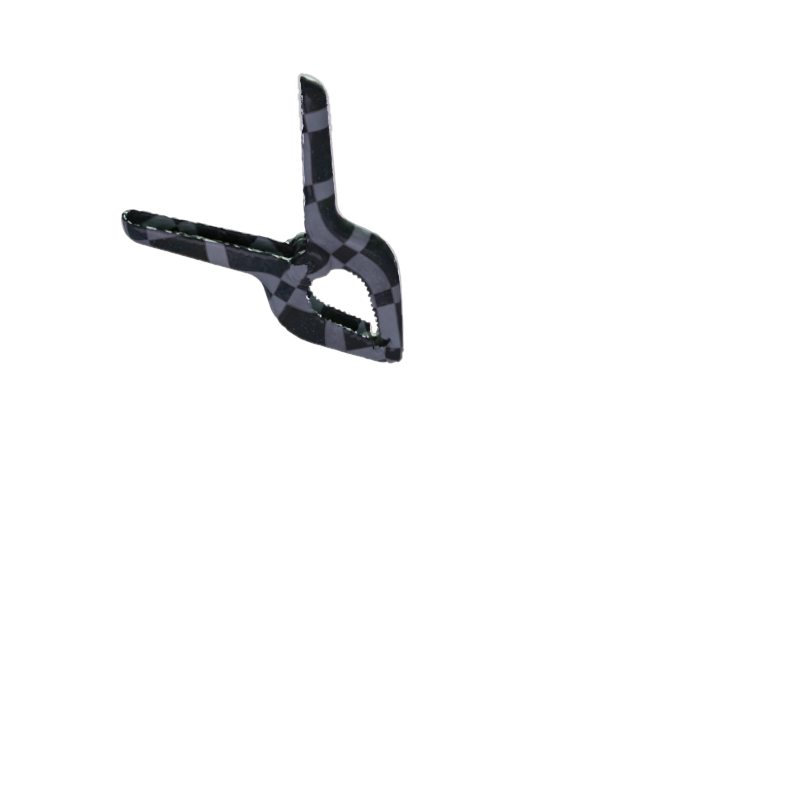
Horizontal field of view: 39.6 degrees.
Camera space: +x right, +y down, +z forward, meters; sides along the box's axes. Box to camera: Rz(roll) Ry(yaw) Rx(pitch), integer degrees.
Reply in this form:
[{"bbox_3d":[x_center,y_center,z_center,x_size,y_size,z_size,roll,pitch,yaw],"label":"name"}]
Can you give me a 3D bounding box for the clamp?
[{"bbox_3d":[-0.058,-0.106,0.745,0.163,0.200,0.039,-41,23,21],"label":"clamp"}]
